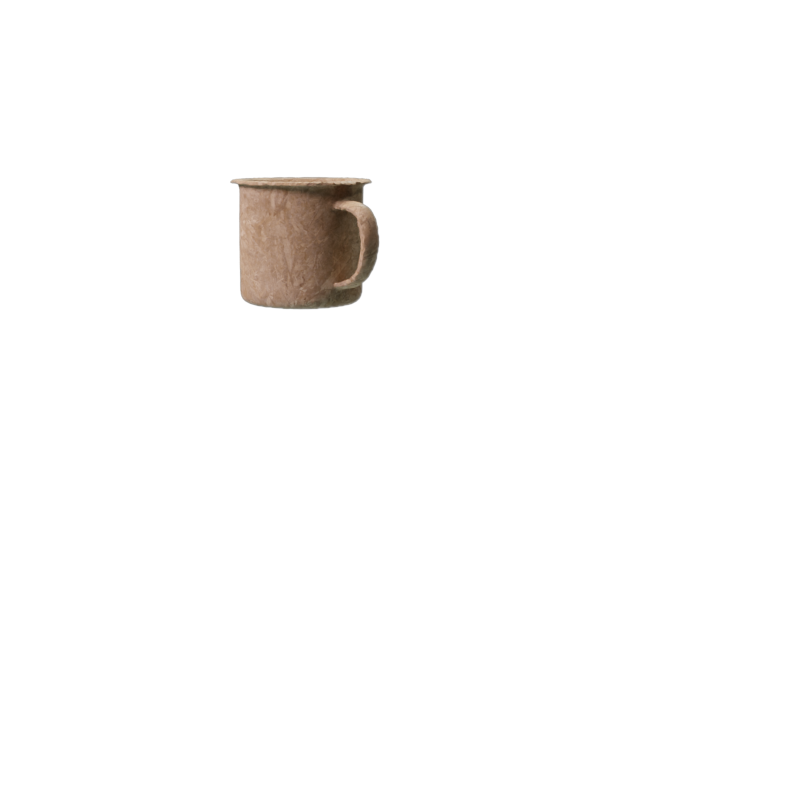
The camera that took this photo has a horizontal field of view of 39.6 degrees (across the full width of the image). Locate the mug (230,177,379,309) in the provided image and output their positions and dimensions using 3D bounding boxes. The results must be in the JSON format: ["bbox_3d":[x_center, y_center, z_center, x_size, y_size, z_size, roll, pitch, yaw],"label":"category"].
[{"bbox_3d":[-0.057,-0.104,0.726,0.090,0.080,0.123,-9,14,-44],"label":"mug"}]
